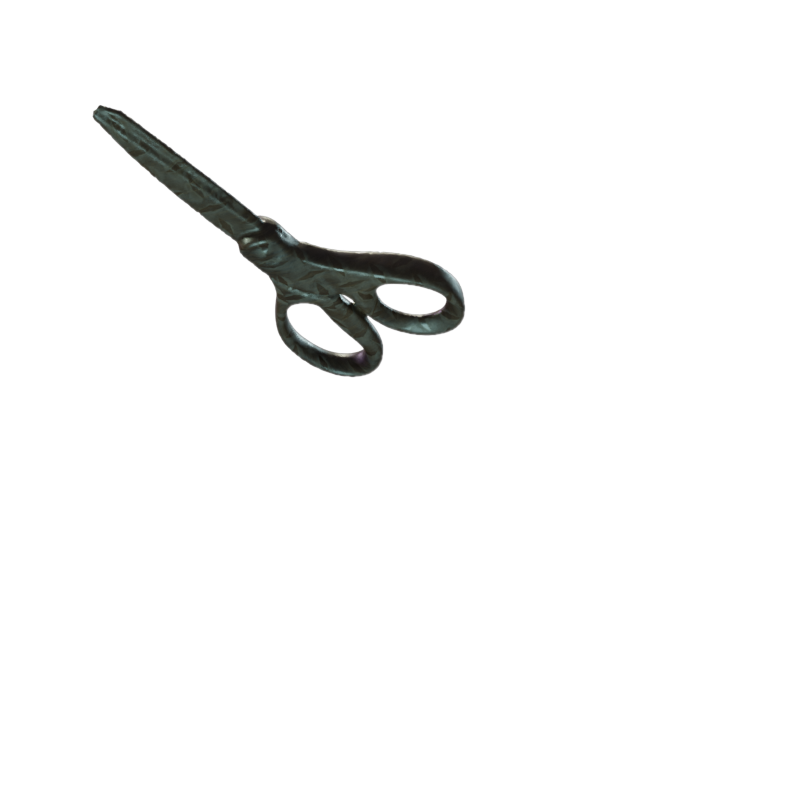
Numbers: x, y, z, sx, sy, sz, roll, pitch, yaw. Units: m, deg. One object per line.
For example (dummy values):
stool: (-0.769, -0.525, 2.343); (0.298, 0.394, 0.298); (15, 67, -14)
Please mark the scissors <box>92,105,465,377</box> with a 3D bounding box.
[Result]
scissors: (-0.036, -0.066, 0.461); (0.097, 0.017, 0.186); (-10, -33, 16)
